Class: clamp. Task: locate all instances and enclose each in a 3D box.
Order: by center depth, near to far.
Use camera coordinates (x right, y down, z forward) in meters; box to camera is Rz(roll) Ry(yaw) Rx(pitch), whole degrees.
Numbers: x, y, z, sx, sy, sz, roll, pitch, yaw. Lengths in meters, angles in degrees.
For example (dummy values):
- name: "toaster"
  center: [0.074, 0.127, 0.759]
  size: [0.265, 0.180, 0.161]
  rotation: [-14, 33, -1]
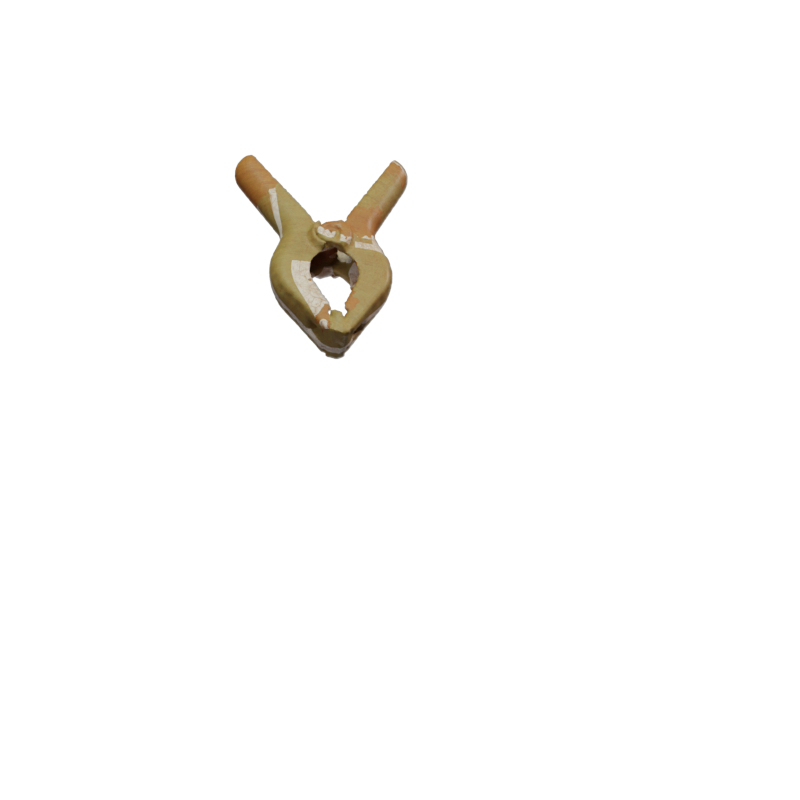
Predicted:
- name: "clamp"
  center: [-0.057, -0.104, 0.732]
  size: [0.120, 0.183, 0.036]
  rotation: [2, -43, 2]
